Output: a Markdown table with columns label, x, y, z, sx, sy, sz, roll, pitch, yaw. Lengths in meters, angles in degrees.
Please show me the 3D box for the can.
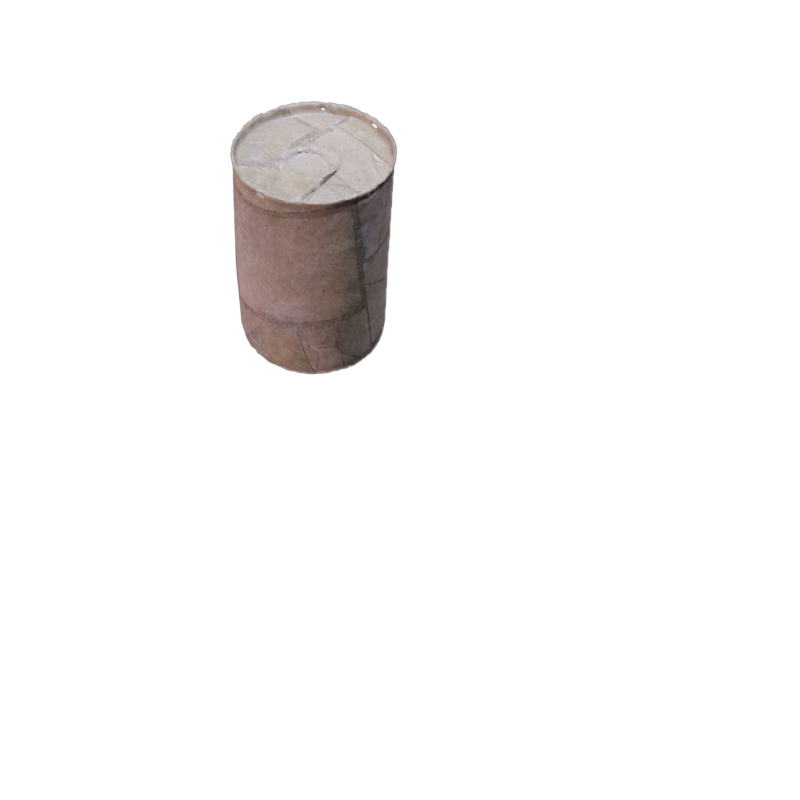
| label | x | y | z | sx | sy | sz | roll | pitch | yaw |
| --- | --- | --- | --- | --- | --- | --- | --- | --- | --- |
| can | -0.038 | -0.069 | 0.484 | 0.068 | 0.074 | 0.095 | 0 | -44 | -3 |
